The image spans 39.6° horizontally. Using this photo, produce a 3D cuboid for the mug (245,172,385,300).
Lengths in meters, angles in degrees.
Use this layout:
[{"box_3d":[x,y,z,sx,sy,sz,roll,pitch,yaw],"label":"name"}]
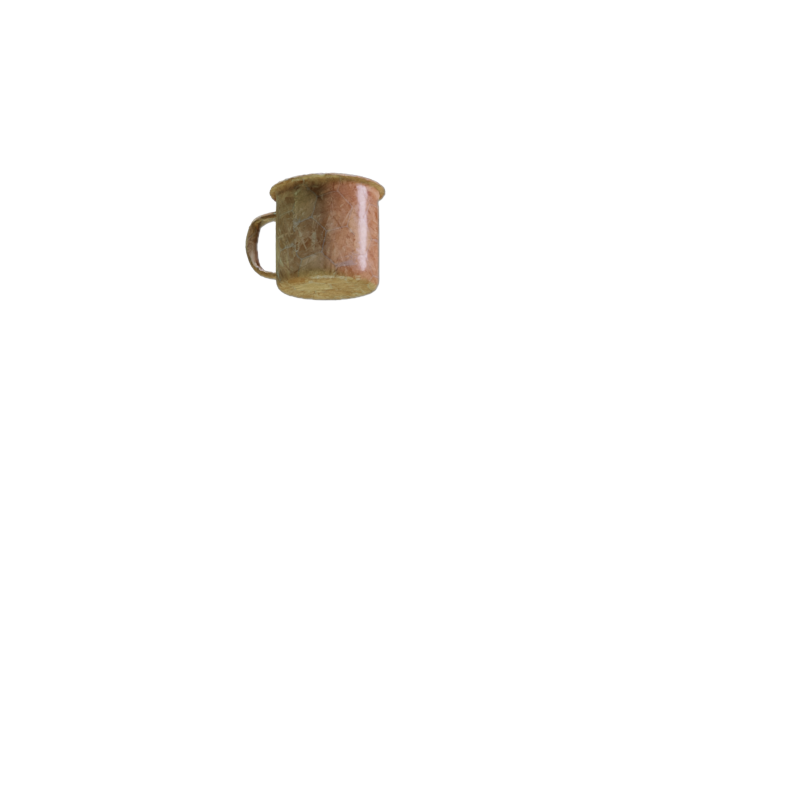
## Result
[{"box_3d":[-0.069,-0.126,0.879,0.119,0.084,0.088,-4,-12,18],"label":"mug"}]
